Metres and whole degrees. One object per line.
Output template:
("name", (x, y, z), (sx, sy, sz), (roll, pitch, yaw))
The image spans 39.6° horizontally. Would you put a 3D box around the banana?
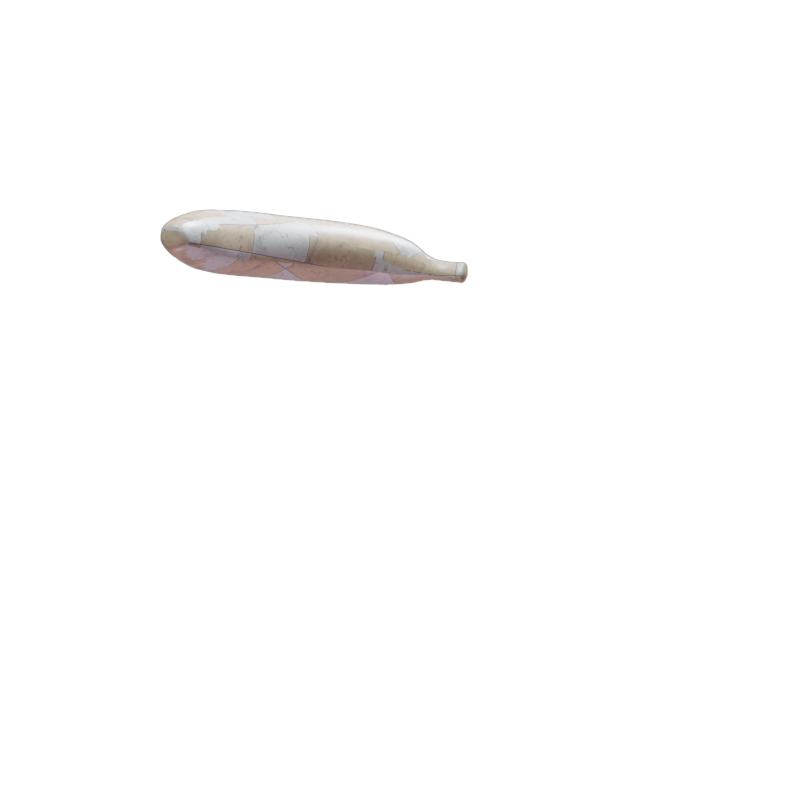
("banana", (-0.056, -0.087, 0.626), (0.190, 0.037, 0.072), (0, -1, -35))
